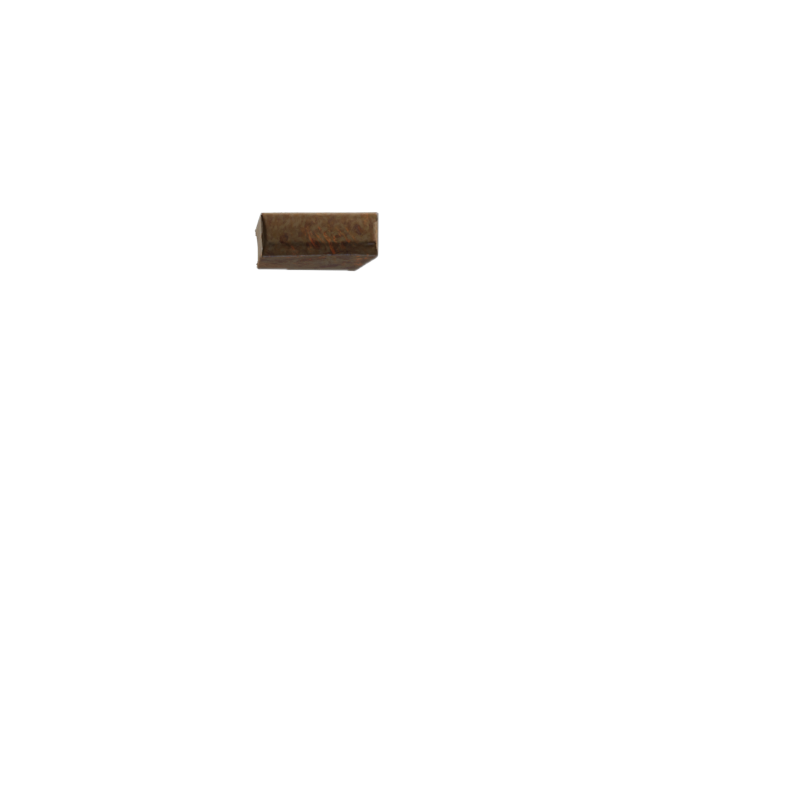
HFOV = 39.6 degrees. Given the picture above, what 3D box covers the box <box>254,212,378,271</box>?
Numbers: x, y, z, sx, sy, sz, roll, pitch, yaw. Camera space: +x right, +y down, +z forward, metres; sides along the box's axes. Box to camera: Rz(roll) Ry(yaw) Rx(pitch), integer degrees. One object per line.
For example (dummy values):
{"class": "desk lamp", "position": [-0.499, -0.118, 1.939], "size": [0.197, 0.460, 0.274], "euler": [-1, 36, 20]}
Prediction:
{"class": "box", "position": [-0.069, -0.125, 0.878], "size": [0.089, 0.039, 0.113], "euler": [0, -1, -8]}
